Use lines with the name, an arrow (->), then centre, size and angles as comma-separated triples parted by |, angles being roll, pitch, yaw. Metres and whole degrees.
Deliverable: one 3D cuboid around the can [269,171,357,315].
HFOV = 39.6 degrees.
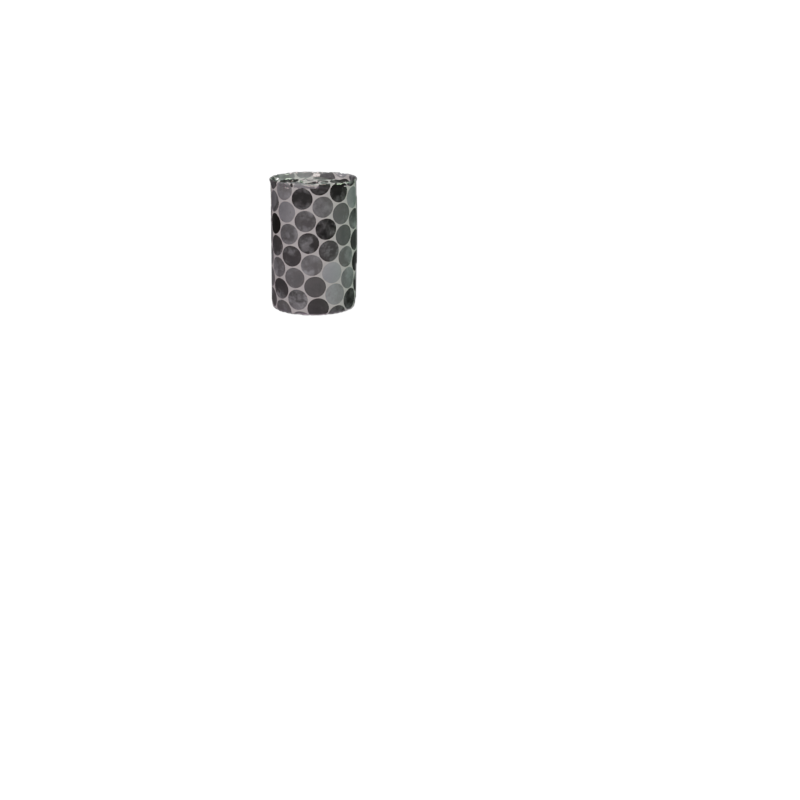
can -> -0.068, -0.123, 0.865 | 0.068, 0.099, 0.071 | 0, 15, -2
